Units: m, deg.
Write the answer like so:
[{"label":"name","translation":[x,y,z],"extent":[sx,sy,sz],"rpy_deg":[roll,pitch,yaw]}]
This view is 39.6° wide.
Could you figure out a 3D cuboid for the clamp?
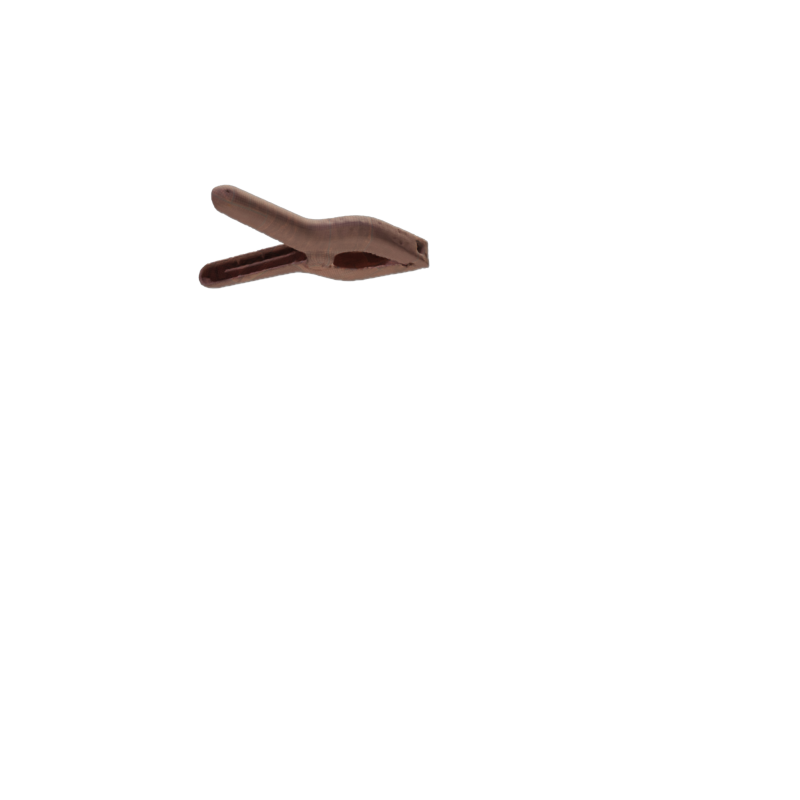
[{"label":"clamp","translation":[-0.077,-0.140,0.979],"extent":[0.209,0.038,0.157],"rpy_deg":[1,-20,-3]}]
